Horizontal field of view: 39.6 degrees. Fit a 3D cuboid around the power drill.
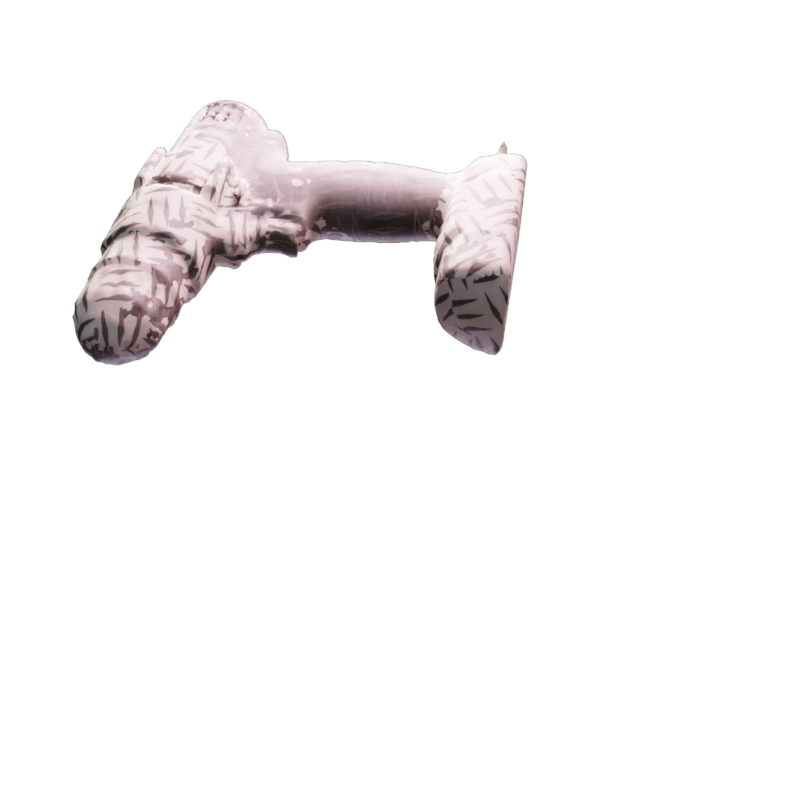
[{"bbox_3d":[-0.041,-0.074,0.518,0.191,0.053,0.194,9,44,9],"label":"power drill"}]
